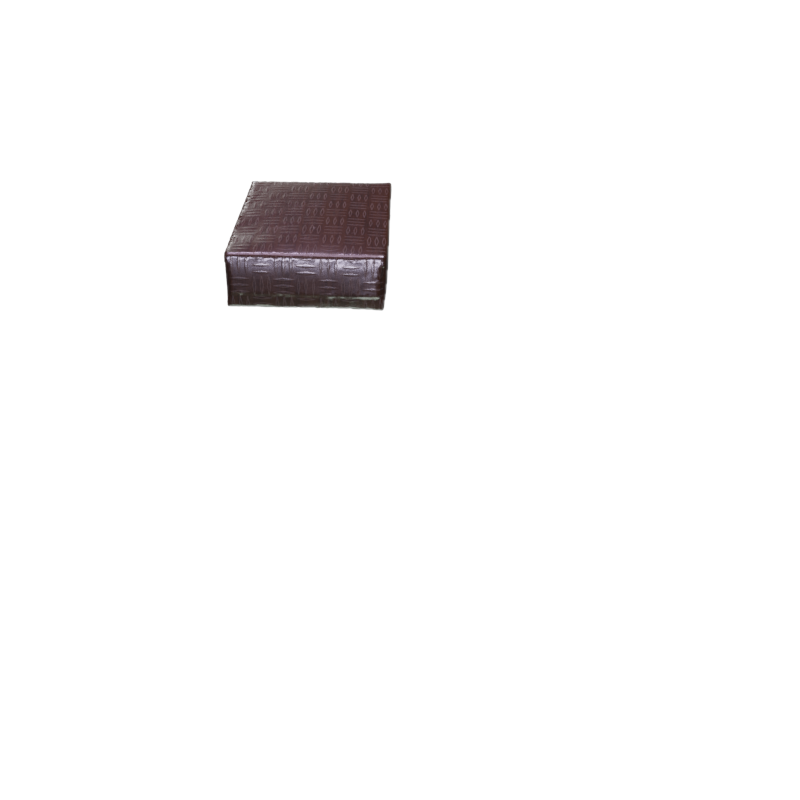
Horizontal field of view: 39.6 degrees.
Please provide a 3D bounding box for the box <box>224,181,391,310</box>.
[{"bbox_3d":[-0.051,-0.094,0.658,0.090,0.037,0.119,1,29,2],"label":"box"}]
